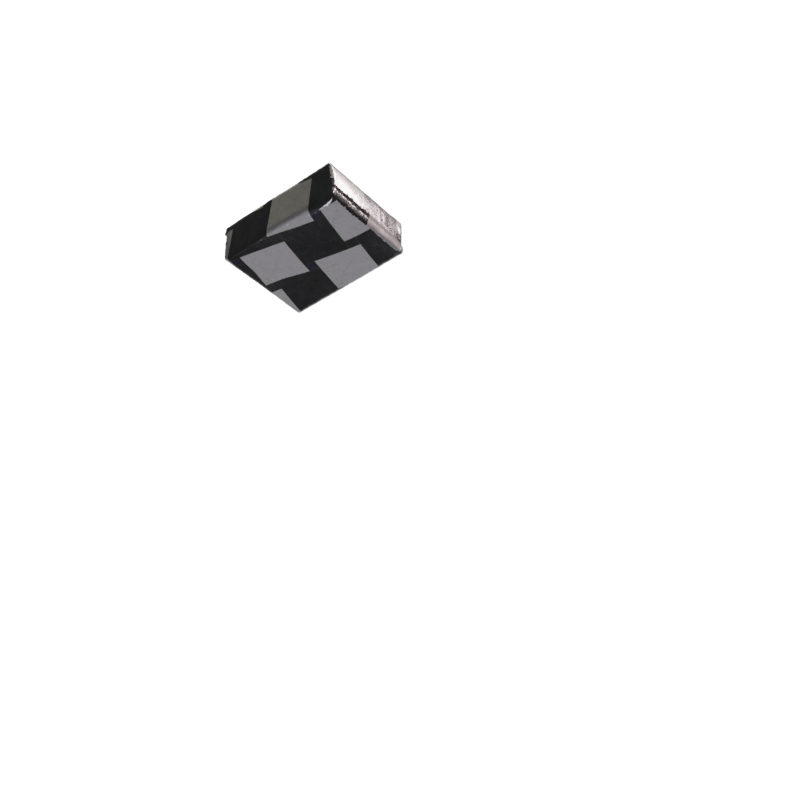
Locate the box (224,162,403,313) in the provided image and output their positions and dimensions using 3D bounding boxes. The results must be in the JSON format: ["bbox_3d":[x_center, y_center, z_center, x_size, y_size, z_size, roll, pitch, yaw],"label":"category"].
[{"bbox_3d":[-0.068,-0.125,0.874,0.114,0.042,0.084,-26,-44,30],"label":"box"}]
